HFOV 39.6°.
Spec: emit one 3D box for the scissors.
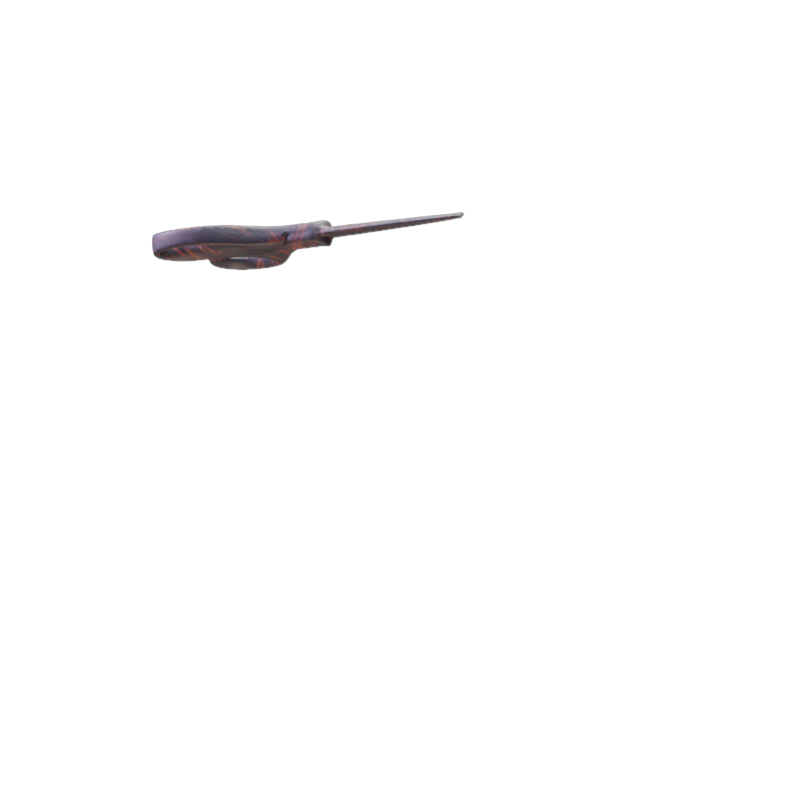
[{"bbox_3d":[-0.054,-0.098,0.686,0.205,0.016,0.093,-1,-4,16],"label":"scissors"}]
